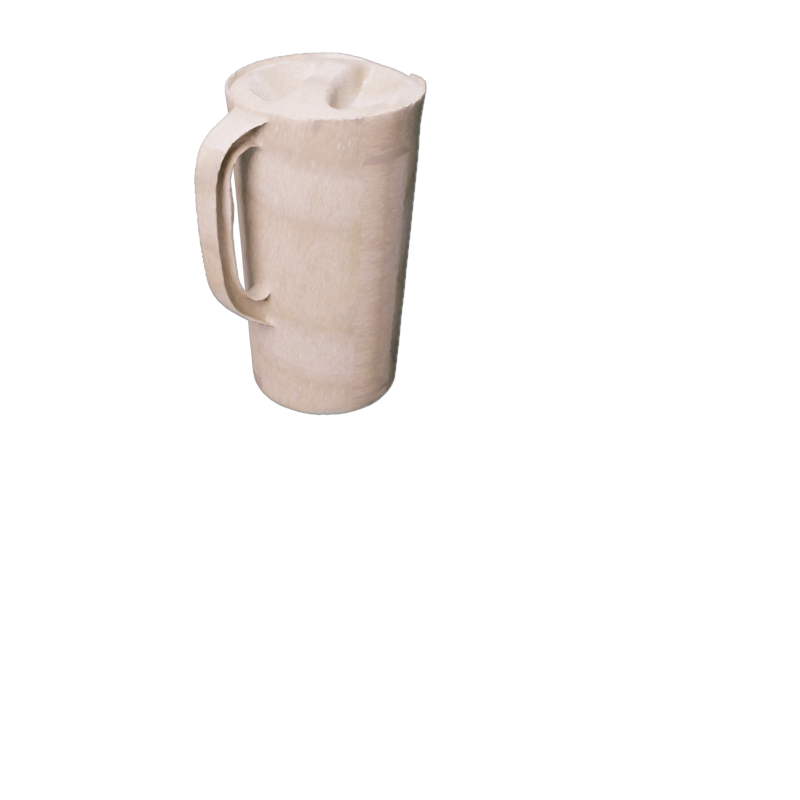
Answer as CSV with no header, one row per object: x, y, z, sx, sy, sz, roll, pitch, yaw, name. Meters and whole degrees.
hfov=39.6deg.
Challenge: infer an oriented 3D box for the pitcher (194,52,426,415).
-0.061,-0.111,0.777,0.149,0.229,0.154,0,30,-3,pitcher
